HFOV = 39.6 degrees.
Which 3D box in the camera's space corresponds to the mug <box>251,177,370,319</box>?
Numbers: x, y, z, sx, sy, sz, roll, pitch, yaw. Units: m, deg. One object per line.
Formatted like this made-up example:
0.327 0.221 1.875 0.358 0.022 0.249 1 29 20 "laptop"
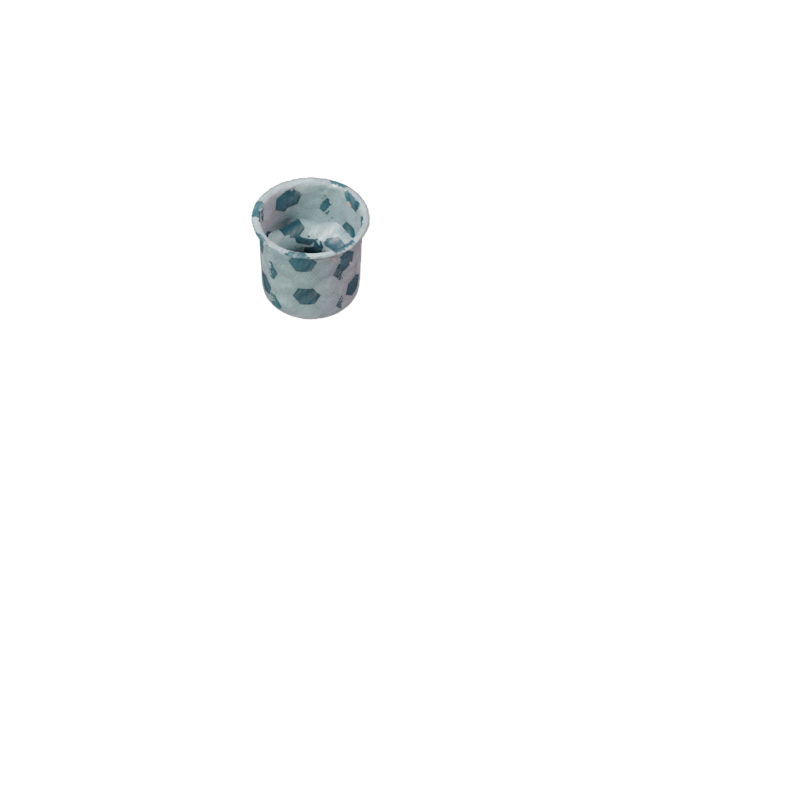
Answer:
-0.071 -0.129 0.907 0.094 0.125 0.076 6 -41 4 "mug"
